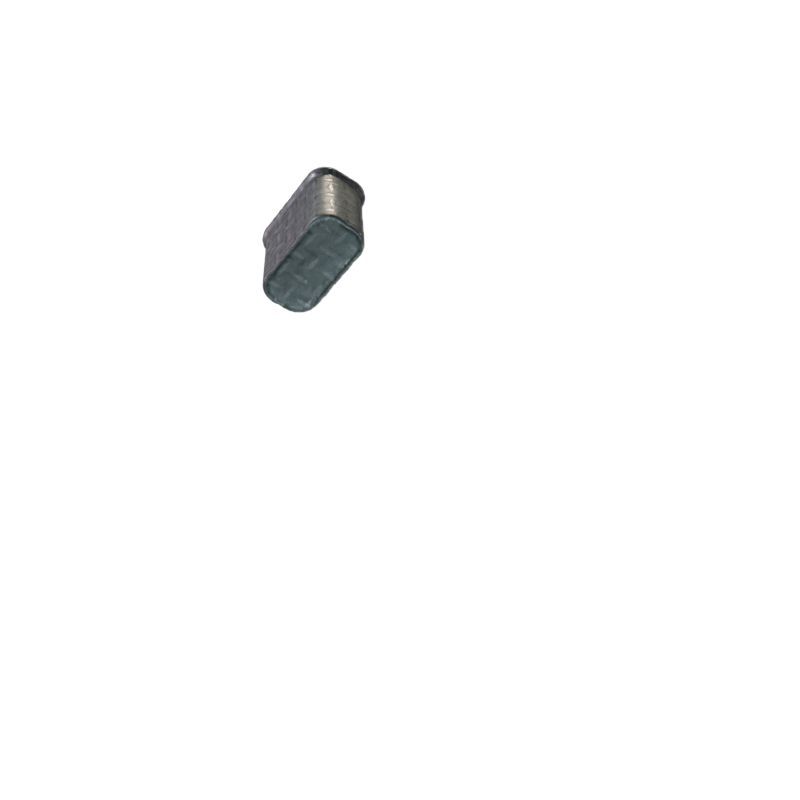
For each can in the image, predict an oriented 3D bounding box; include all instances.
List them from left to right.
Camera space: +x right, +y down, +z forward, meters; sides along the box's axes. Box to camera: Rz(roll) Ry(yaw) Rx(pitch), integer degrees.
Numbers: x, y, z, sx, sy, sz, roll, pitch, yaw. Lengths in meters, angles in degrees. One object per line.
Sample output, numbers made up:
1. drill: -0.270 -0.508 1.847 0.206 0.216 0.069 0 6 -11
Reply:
1. can: -0.074 -0.134 0.940 0.055 0.100 0.089 31 27 -22
